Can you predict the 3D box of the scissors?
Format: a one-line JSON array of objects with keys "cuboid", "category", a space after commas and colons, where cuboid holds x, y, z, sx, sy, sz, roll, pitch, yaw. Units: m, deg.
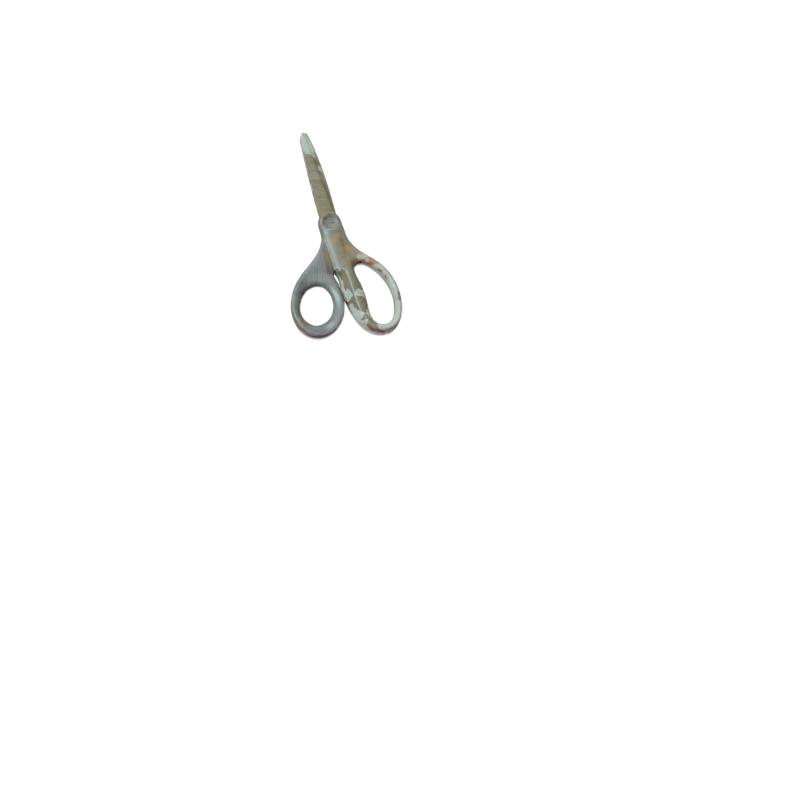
[{"cuboid": [-0.071, -0.130, 0.910, 0.096, 0.215, 0.015, -26, -26, -14], "category": "scissors"}]
